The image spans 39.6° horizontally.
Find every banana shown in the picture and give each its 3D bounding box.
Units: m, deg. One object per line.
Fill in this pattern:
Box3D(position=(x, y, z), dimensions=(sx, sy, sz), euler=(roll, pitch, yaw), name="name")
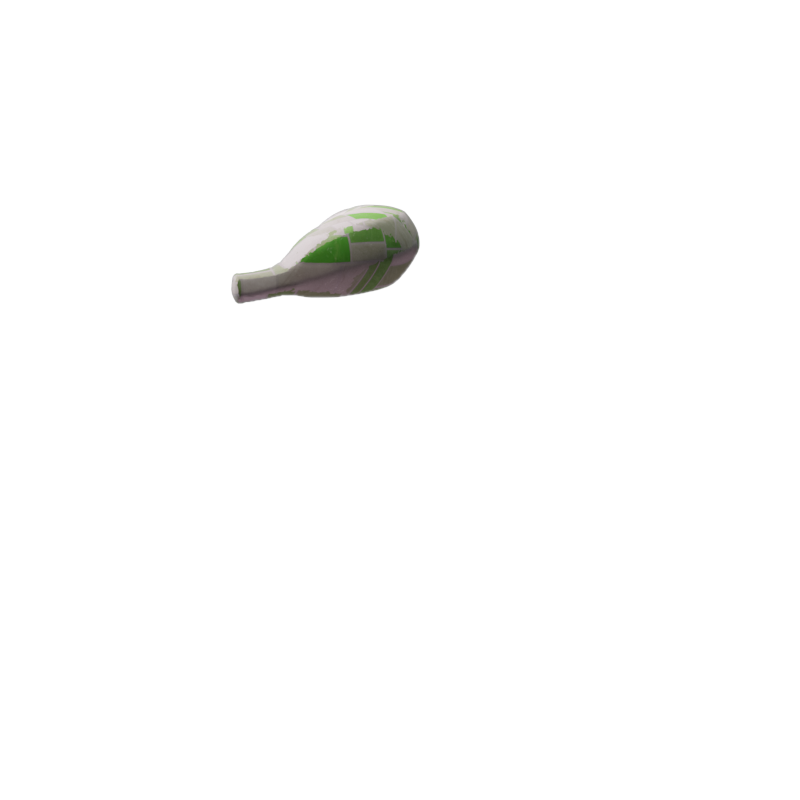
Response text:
Box3D(position=(-0.024, -0.076, 0.533), dimensions=(0.070, 0.036, 0.199), euler=(1, 12, 7), name="banana")
